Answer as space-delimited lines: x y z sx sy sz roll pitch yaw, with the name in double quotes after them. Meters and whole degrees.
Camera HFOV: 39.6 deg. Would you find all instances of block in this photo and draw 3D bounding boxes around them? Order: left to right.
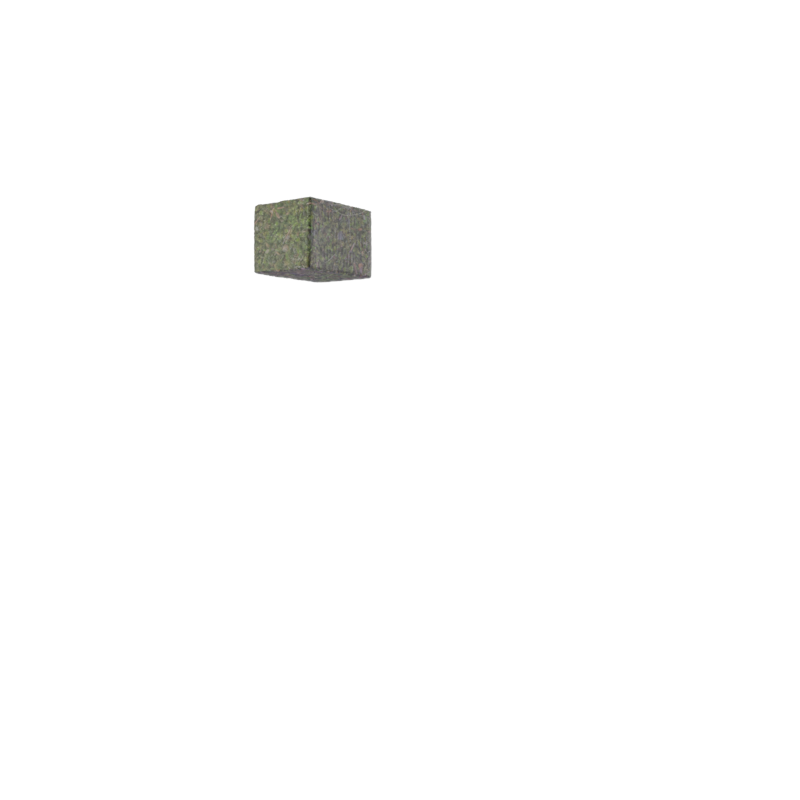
-0.064 -0.116 0.811 0.054 0.052 0.074 -3 -4 35 "block"
